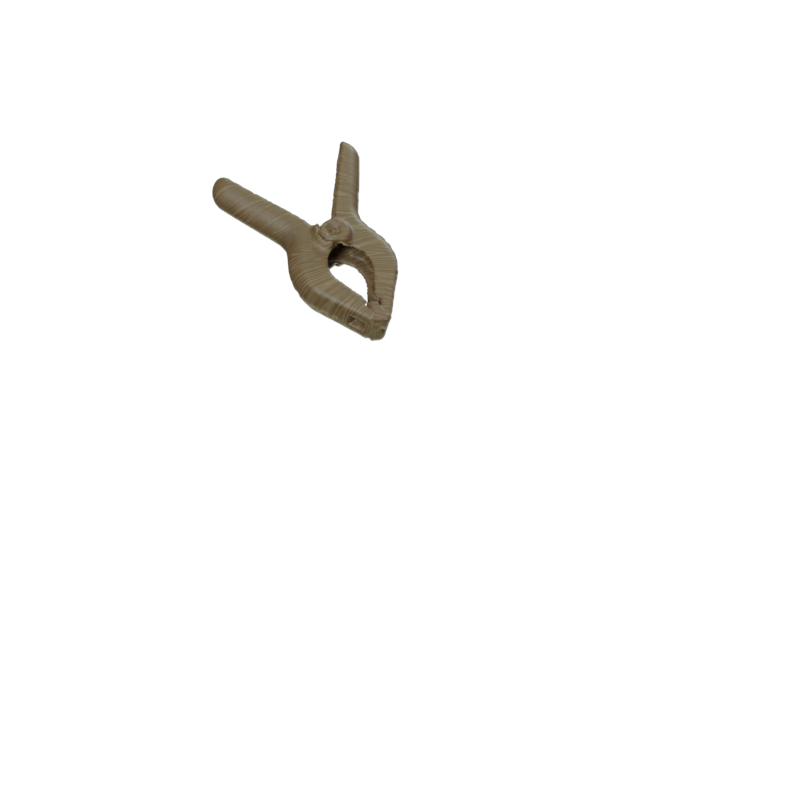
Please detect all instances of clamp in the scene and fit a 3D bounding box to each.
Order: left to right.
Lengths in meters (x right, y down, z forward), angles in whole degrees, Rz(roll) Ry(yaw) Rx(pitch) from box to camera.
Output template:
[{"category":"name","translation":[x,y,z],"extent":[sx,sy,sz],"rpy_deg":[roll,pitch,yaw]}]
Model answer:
[{"category":"clamp","translation":[-0.064,-0.116,0.812],"extent":[0.119,0.185,0.037],"rpy_deg":[-16,-34,-11]}]
